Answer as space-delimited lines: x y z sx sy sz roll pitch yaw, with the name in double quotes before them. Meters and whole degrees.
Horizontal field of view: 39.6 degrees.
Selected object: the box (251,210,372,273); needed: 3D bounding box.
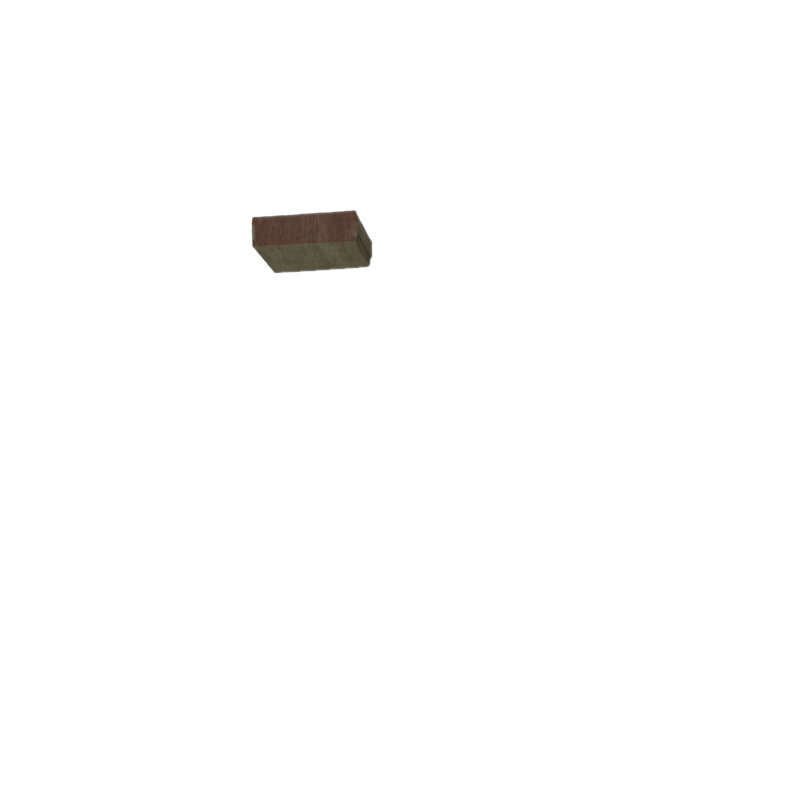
"box" -0.073 -0.133 0.931 0.090 0.031 0.069 -2 -13 11
